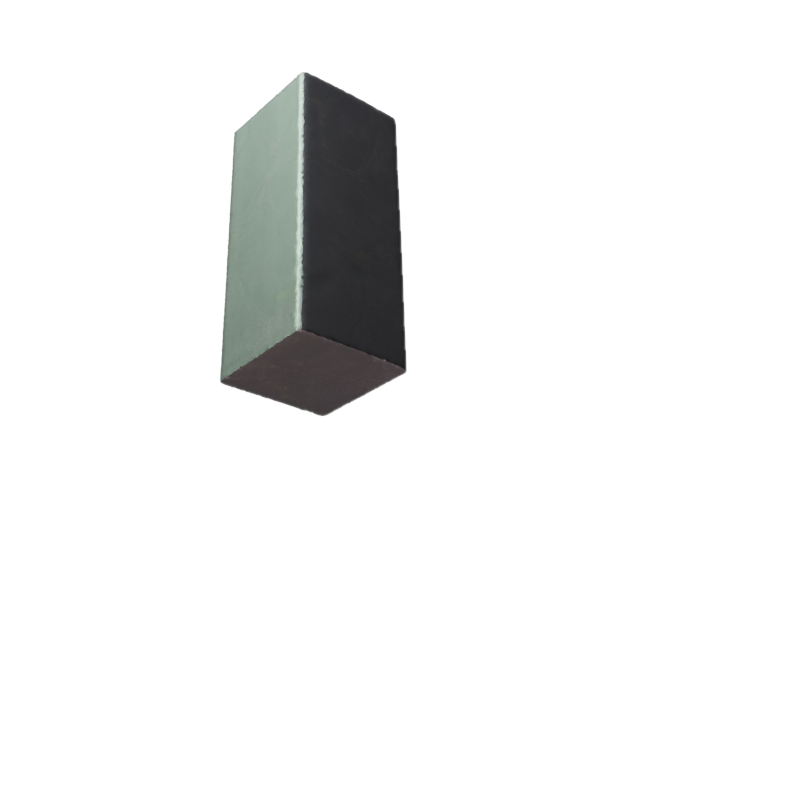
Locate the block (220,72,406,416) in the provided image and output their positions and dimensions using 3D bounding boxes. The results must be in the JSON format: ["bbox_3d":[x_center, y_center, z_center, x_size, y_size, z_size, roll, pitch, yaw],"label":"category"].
[{"bbox_3d":[-0.059,-0.109,0.764,0.085,0.220,0.090,22,-38,-34],"label":"block"}]
